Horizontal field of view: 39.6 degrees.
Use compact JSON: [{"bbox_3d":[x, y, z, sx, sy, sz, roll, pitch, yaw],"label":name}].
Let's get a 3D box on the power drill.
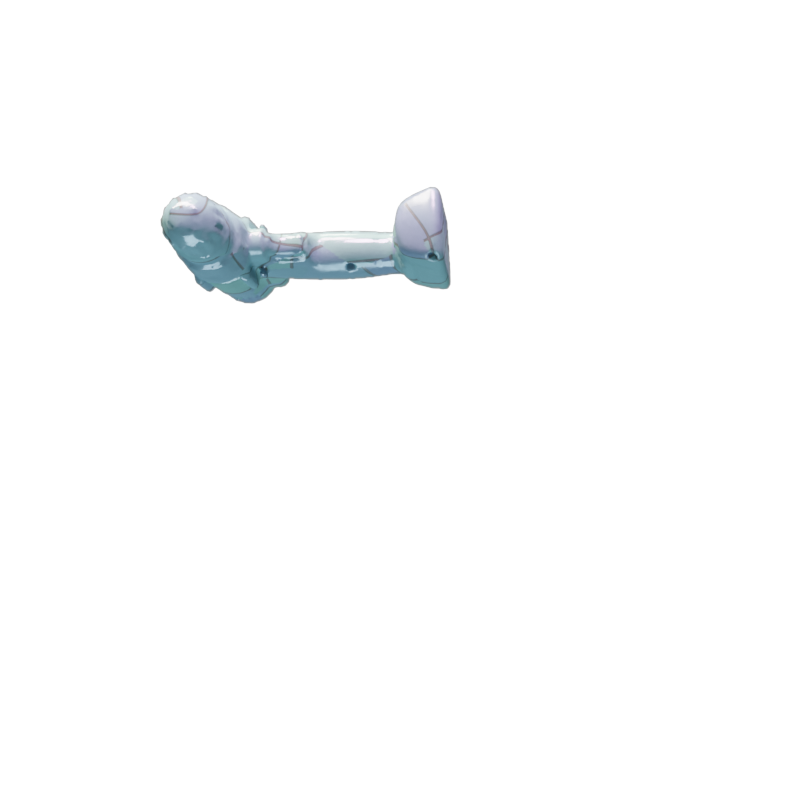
[{"bbox_3d":[-0.062,-0.112,0.786,0.190,0.059,0.178,-1,-6,9],"label":"power drill"}]
